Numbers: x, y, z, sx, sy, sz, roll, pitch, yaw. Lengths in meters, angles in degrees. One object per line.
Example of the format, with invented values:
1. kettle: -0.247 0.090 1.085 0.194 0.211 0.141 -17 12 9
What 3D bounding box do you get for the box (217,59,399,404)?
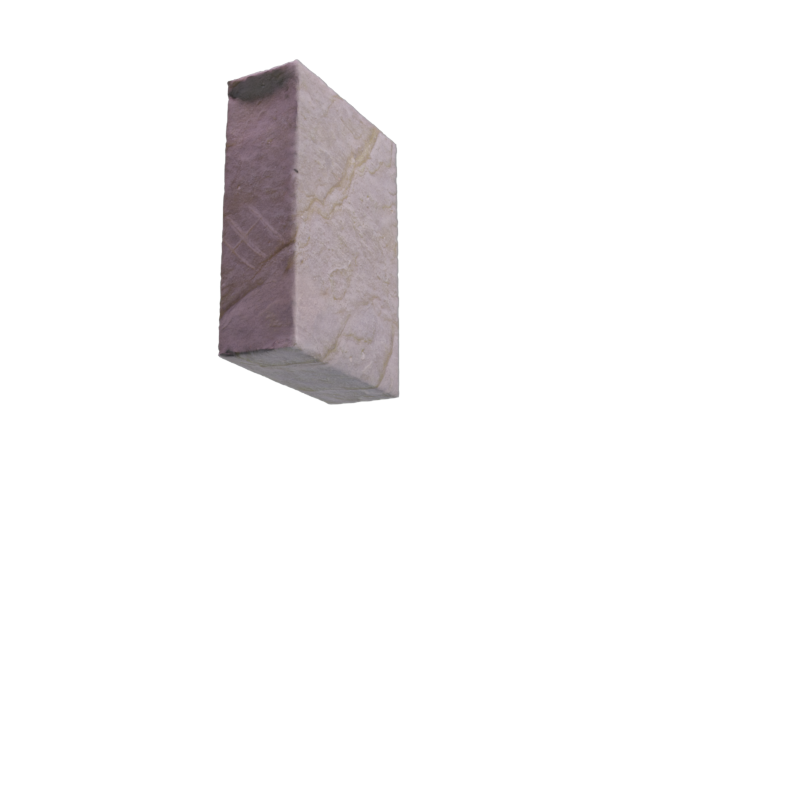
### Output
1. box: -0.064 -0.118 0.824 0.073 0.224 0.154 -11 -20 25
